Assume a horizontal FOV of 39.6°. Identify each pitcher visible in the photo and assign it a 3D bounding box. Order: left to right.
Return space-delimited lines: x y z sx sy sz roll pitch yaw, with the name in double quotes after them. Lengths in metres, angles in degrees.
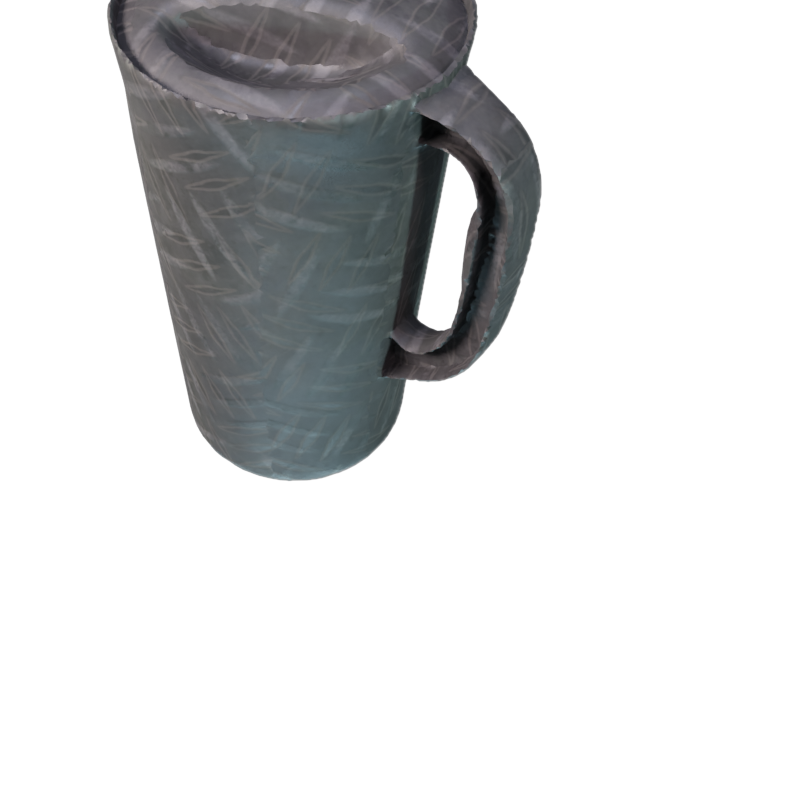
-0.037 -0.068 0.473 0.144 0.161 0.226 -5 -40 -7 "pitcher"
